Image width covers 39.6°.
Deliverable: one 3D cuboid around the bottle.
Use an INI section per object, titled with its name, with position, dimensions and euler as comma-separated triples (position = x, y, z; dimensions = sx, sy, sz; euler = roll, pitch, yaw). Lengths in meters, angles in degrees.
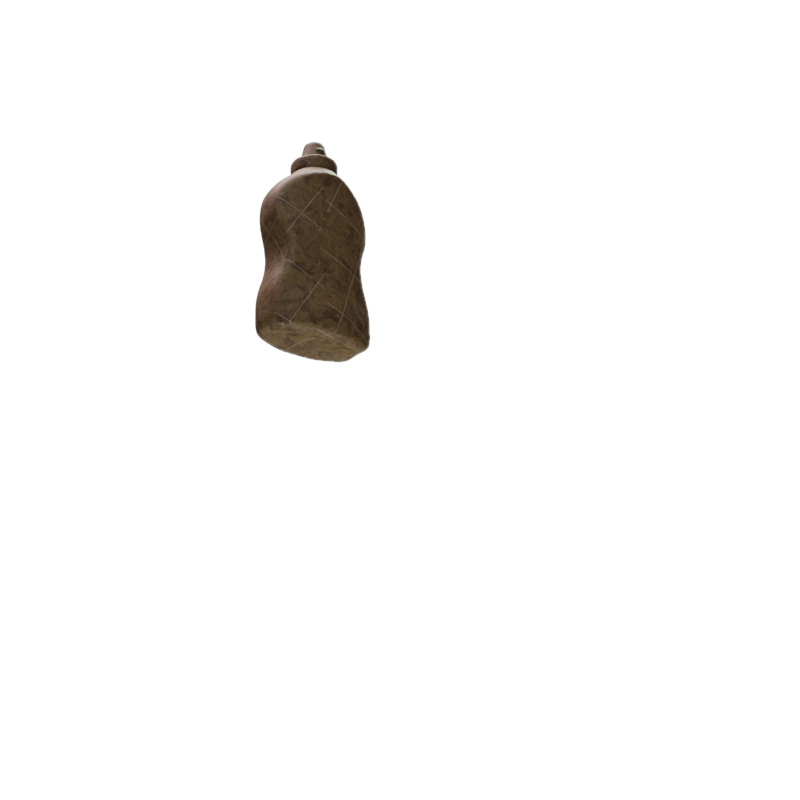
[bottle]
position = -0.073, -0.133, 0.931
dimensions = 0.091, 0.204, 0.058
euler = 16, -33, -31
